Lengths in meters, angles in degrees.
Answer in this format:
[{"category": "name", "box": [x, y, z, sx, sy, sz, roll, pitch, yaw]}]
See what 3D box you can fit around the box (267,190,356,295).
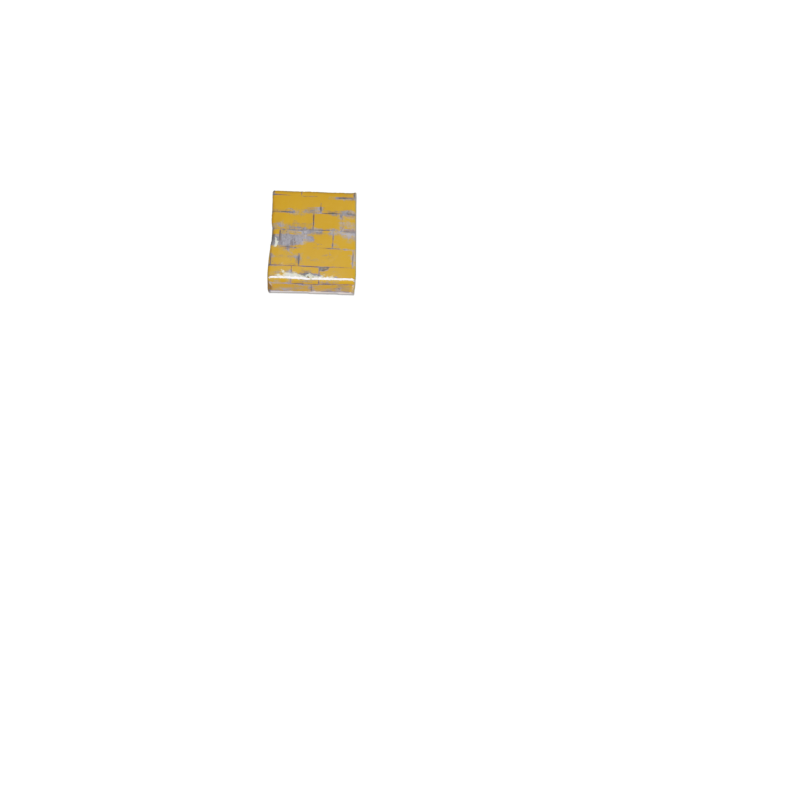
[{"category": "box", "box": [-0.073, -0.134, 0.936, 0.073, 0.095, 0.028, 1, -27, 0]}]
